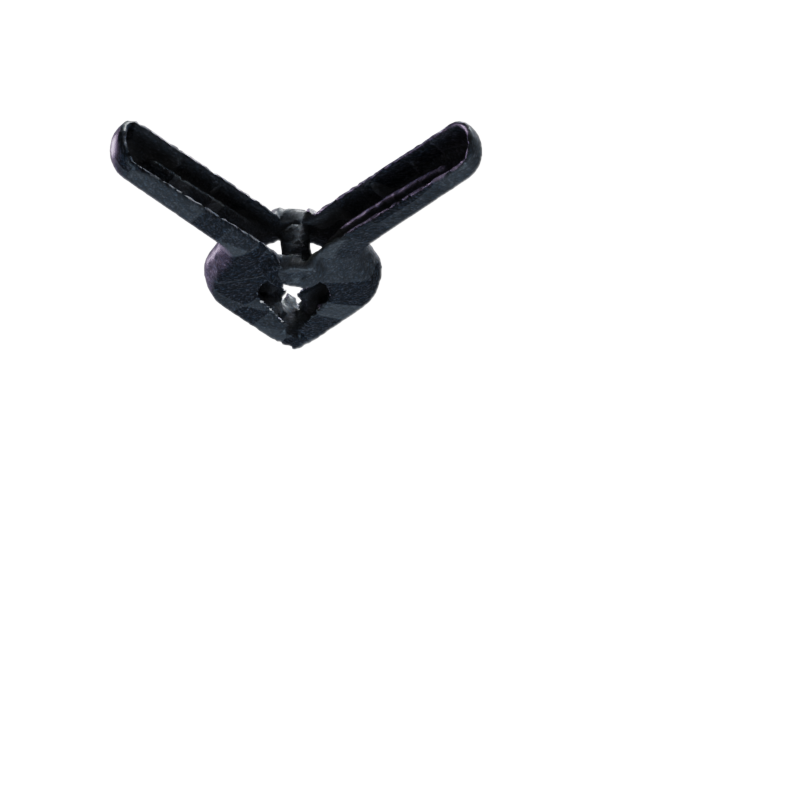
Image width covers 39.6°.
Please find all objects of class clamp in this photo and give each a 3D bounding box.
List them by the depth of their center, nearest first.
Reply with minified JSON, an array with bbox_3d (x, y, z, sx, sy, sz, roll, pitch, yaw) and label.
[{"bbox_3d":[-0.044,-0.081,0.567,0.165,0.038,0.198,-1,-22,2],"label":"clamp"}]
